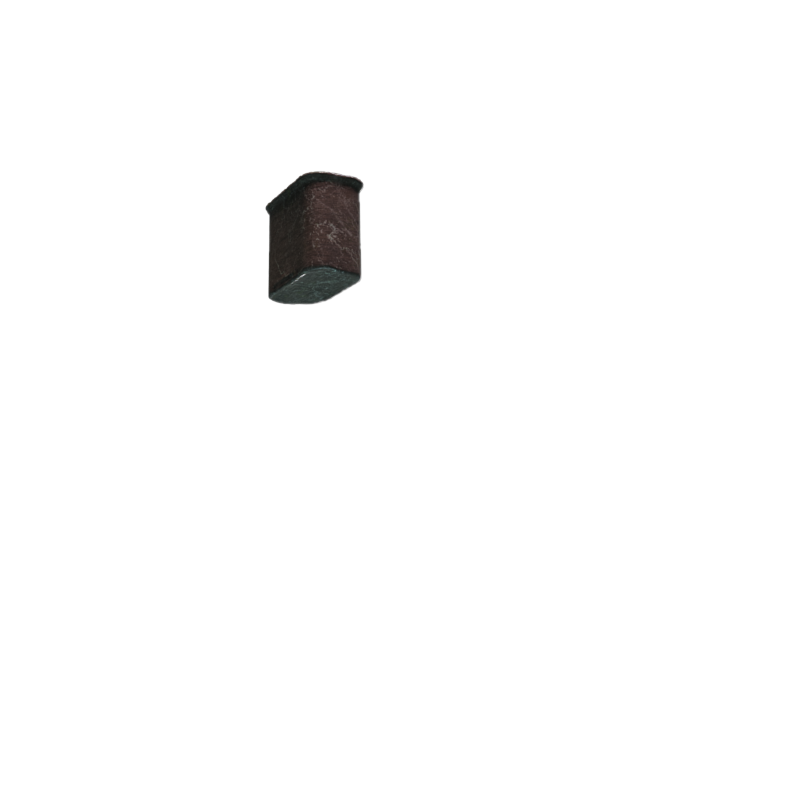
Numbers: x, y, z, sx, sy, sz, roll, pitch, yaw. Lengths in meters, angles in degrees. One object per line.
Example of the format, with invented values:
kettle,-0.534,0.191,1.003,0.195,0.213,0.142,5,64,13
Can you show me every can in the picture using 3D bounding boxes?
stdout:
can,-0.072,-0.132,0.923,0.055,0.087,0.102,9,-19,-28
